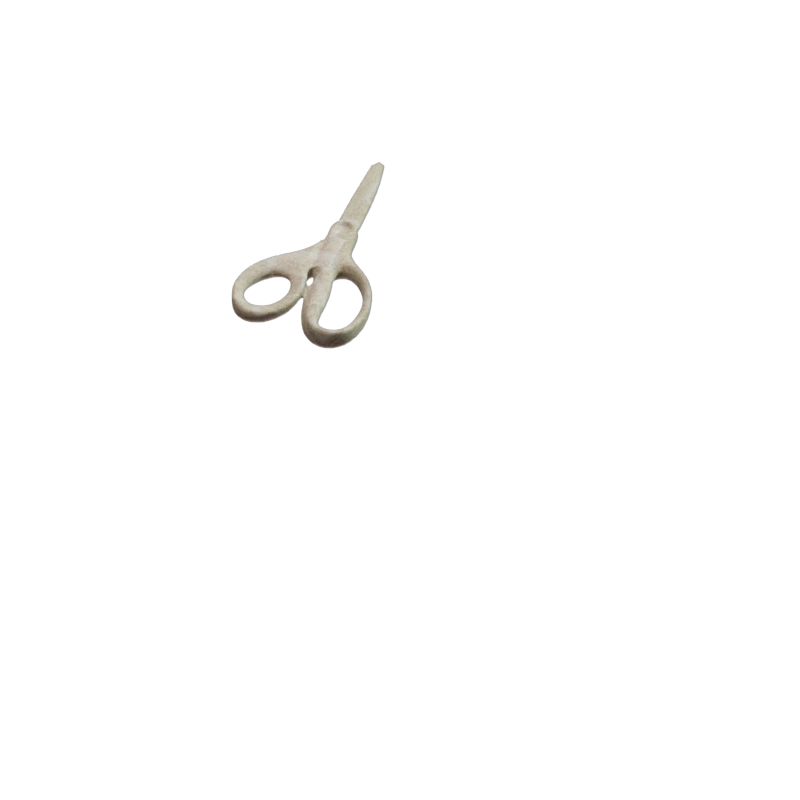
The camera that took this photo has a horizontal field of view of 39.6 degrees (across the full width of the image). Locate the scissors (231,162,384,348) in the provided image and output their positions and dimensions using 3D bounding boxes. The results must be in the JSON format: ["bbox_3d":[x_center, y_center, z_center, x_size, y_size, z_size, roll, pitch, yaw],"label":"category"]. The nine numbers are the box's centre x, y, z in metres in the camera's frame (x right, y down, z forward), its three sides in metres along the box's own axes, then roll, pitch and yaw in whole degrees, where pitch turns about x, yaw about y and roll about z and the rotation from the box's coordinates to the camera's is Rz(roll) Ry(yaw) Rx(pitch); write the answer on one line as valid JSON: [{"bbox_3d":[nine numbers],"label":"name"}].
[{"bbox_3d":[-0.058,-0.105,0.735,0.096,0.015,0.216,0,40,0],"label":"scissors"}]
